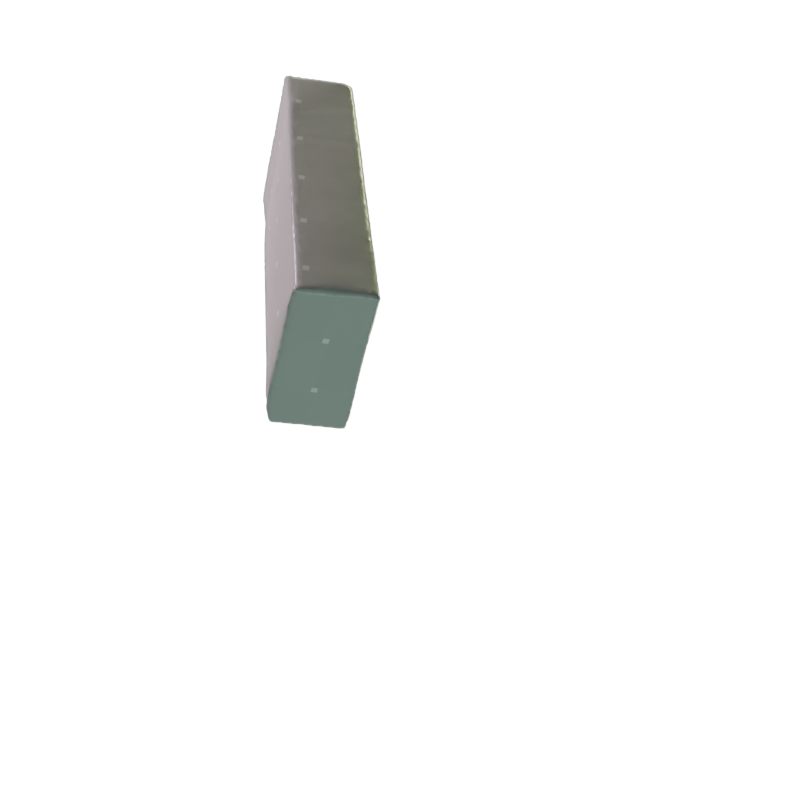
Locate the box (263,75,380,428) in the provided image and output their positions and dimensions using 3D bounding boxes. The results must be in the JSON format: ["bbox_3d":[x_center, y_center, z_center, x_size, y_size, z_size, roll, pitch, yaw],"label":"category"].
[{"bbox_3d":[-0.045,-0.083,0.577,0.047,0.189,0.088,7,-46,-11],"label":"box"}]
